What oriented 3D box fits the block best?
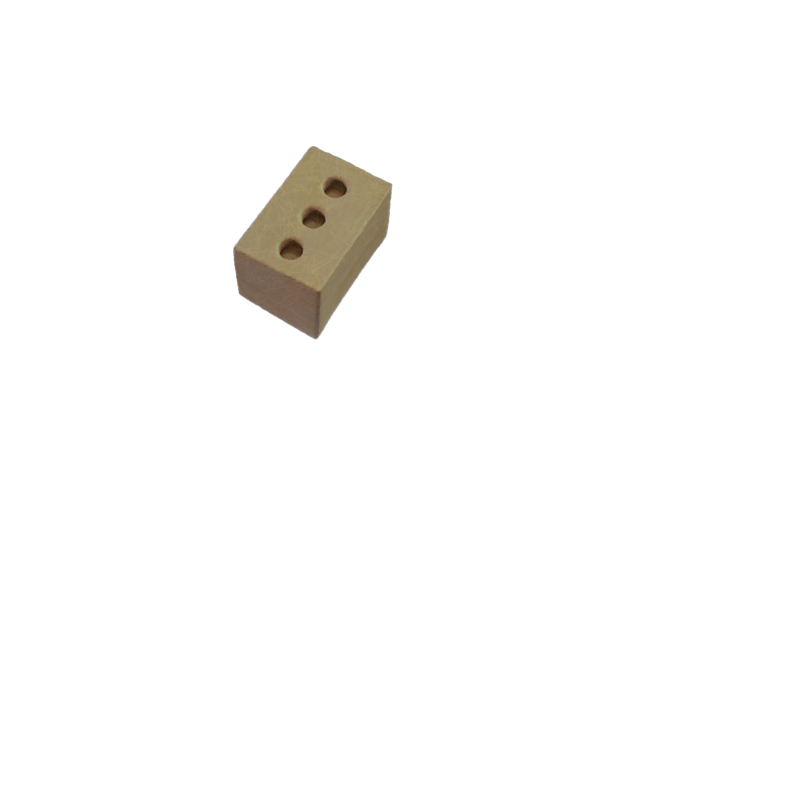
[{"bbox_3d":[-0.046,-0.084,0.590,0.054,0.080,0.048,27,-25,11],"label":"block"}]
